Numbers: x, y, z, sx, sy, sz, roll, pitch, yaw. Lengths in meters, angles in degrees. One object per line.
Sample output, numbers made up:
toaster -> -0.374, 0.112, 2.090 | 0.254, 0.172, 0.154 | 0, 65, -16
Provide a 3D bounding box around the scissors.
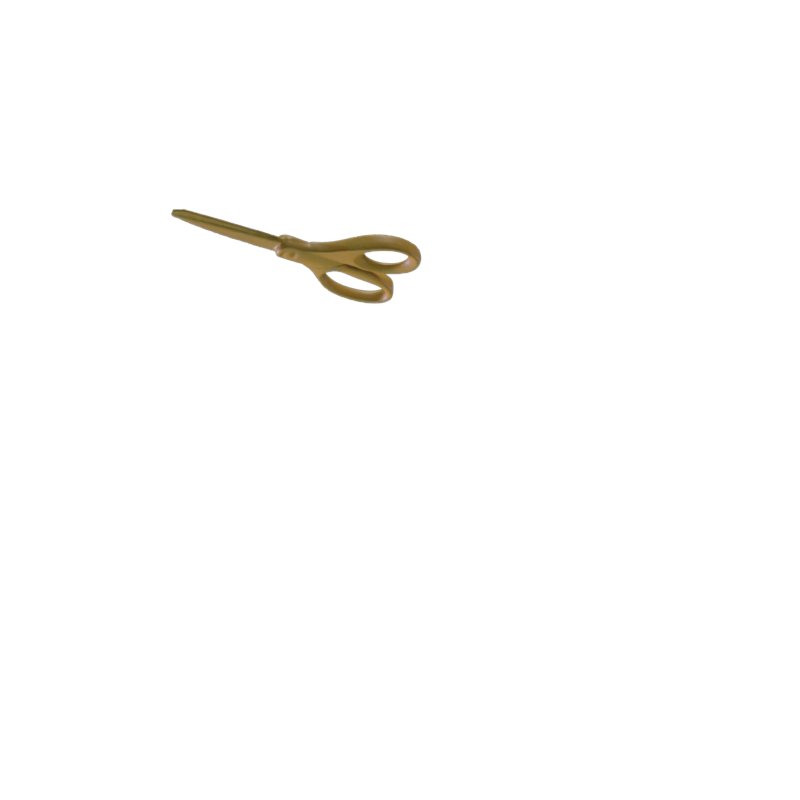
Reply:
scissors -> -0.066, -0.120, 0.841 | 0.097, 0.017, 0.189 | -23, -34, 38
